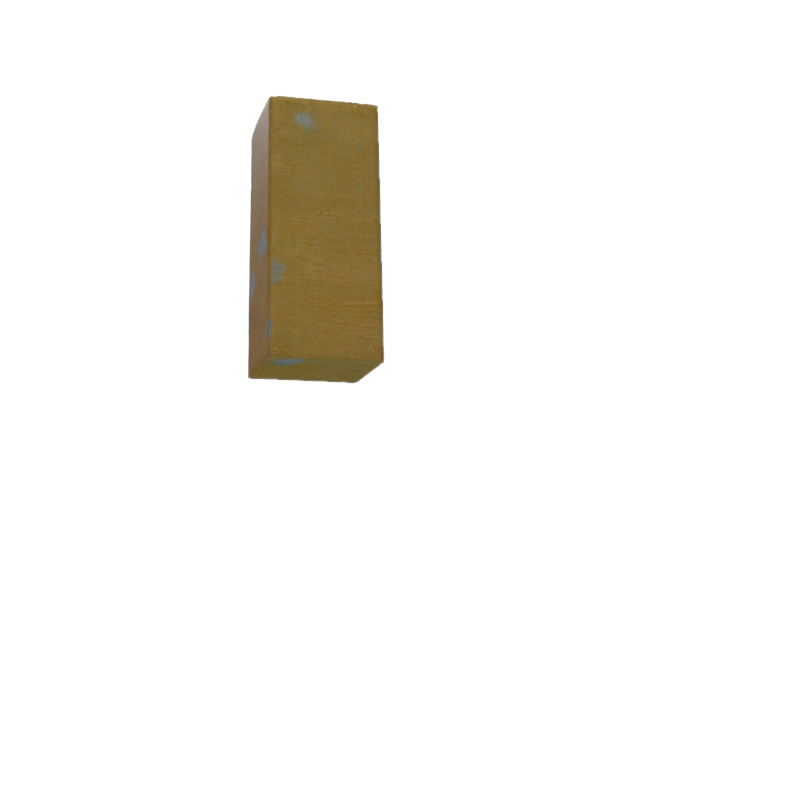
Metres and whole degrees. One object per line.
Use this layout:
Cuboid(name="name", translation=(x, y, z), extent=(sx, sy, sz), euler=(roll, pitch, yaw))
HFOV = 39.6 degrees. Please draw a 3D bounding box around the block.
Cuboid(name="block", translation=(-0.069, -0.125, 0.875), extent=(0.089, 0.215, 0.088), euler=(3, -17, -15))
